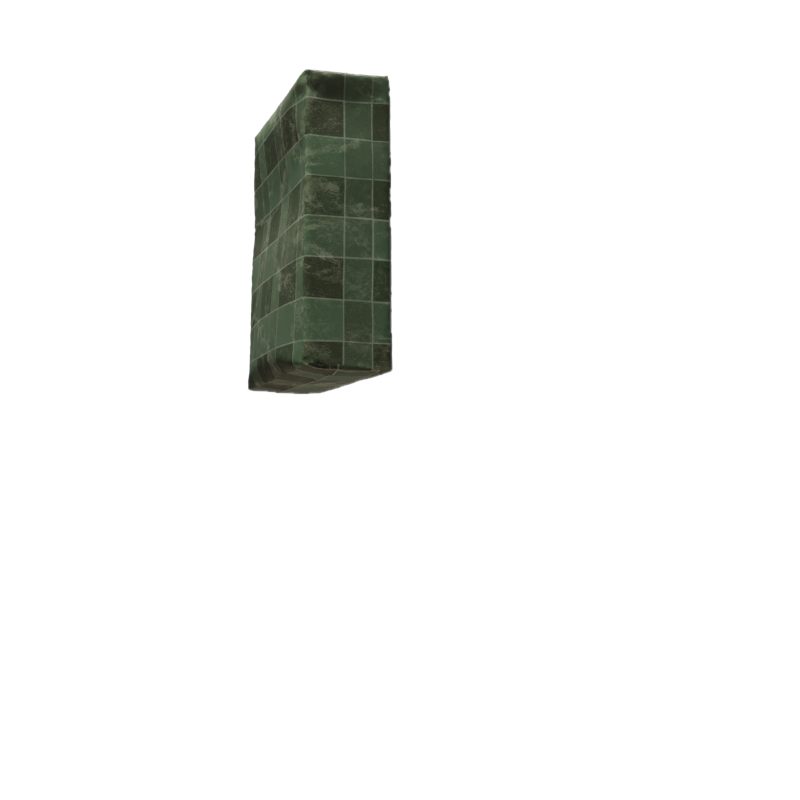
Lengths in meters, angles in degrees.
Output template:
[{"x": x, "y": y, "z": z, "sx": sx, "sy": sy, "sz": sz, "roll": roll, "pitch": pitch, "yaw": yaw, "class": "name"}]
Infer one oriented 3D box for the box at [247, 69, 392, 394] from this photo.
[{"x": -0.065, "y": -0.118, "z": 0.829, "sx": 0.070, "sy": 0.220, "sz": 0.164, "roll": 3, "pitch": -10, "yaw": -20, "class": "box"}]
